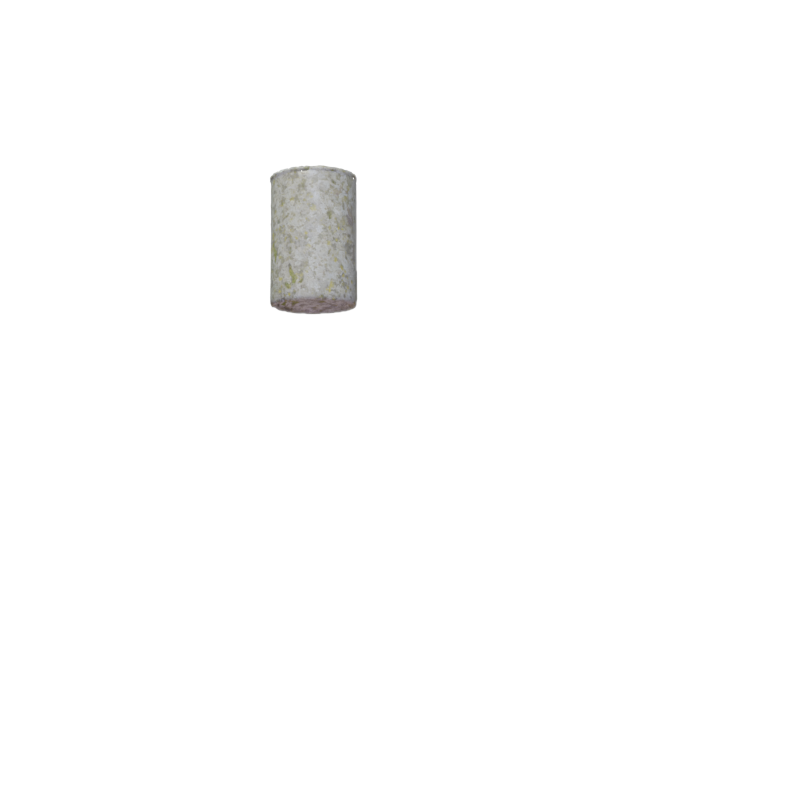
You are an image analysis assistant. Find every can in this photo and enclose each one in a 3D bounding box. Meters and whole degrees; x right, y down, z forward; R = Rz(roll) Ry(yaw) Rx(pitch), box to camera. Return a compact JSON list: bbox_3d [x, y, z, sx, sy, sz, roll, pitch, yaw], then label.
[{"bbox_3d":[-0.067,-0.122,0.853,0.068,0.105,0.067,0,-11,-2],"label":"can"}]
